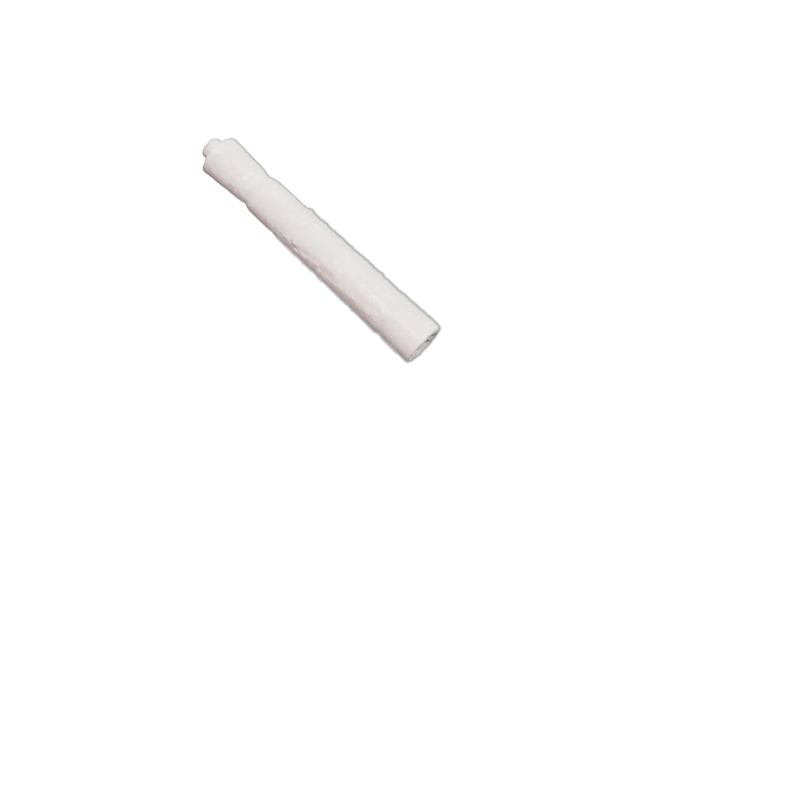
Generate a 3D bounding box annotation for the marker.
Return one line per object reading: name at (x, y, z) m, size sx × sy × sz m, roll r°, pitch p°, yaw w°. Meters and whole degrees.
marker at (-0.034, -0.063, 0.440) m, size 0.126 × 0.019 × 0.019 m, roll 44°, pitch 16°, yaw 15°
